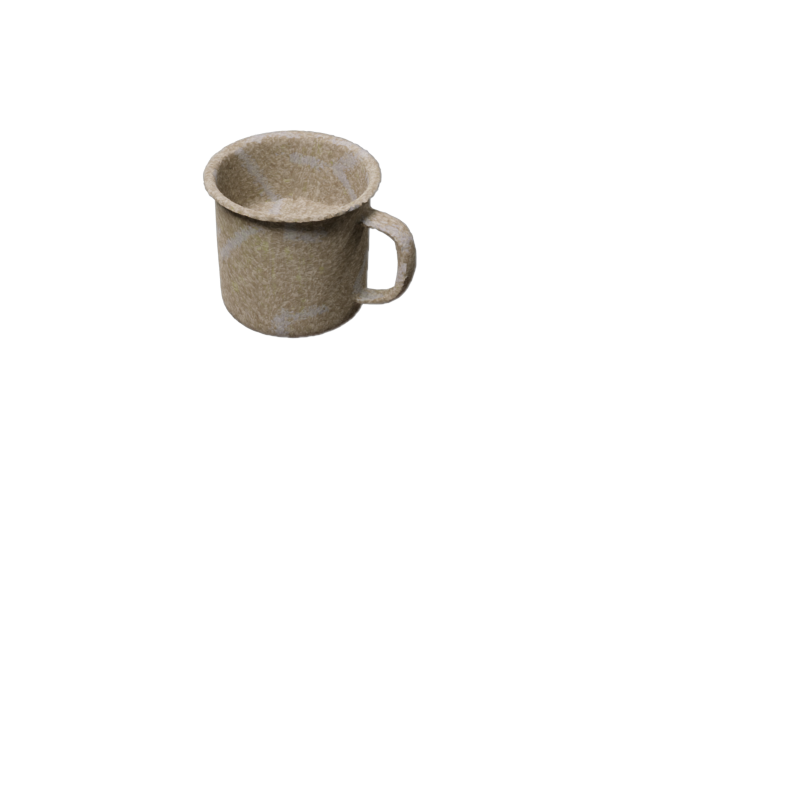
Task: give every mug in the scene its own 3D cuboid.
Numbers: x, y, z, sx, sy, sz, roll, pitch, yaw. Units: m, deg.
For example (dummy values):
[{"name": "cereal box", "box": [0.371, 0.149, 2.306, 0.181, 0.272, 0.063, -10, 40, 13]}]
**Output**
[{"name": "mug", "box": [-0.046, -0.085, 0.593, 0.121, 0.076, 0.096, 15, 40, 18]}]
